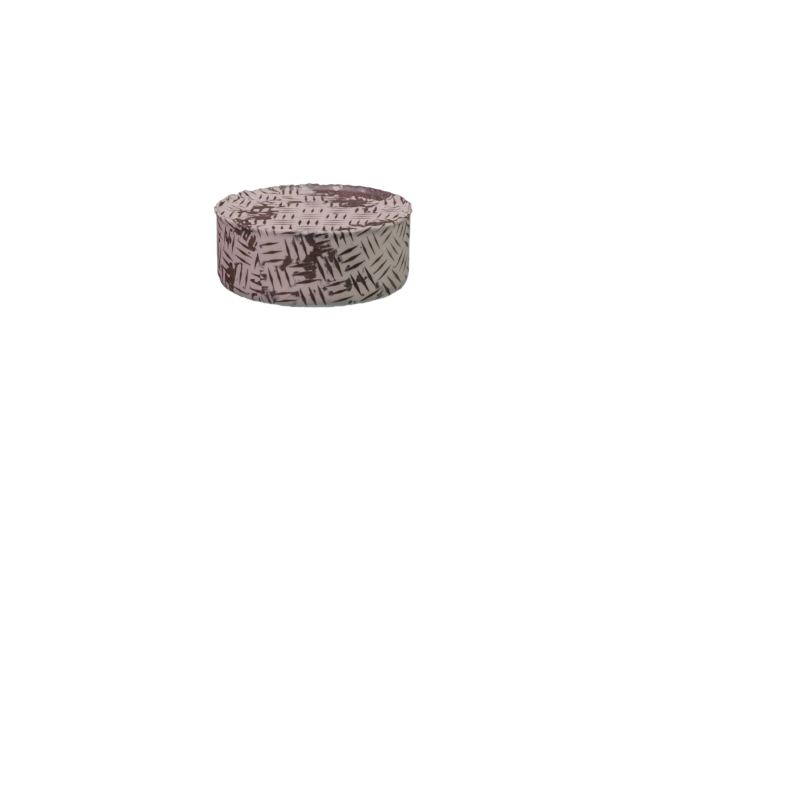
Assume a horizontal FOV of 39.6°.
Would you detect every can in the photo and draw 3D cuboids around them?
[{"bbox_3d":[-0.038,-0.069,0.484,0.086,0.032,0.090,-1,22,-2],"label":"can"}]
